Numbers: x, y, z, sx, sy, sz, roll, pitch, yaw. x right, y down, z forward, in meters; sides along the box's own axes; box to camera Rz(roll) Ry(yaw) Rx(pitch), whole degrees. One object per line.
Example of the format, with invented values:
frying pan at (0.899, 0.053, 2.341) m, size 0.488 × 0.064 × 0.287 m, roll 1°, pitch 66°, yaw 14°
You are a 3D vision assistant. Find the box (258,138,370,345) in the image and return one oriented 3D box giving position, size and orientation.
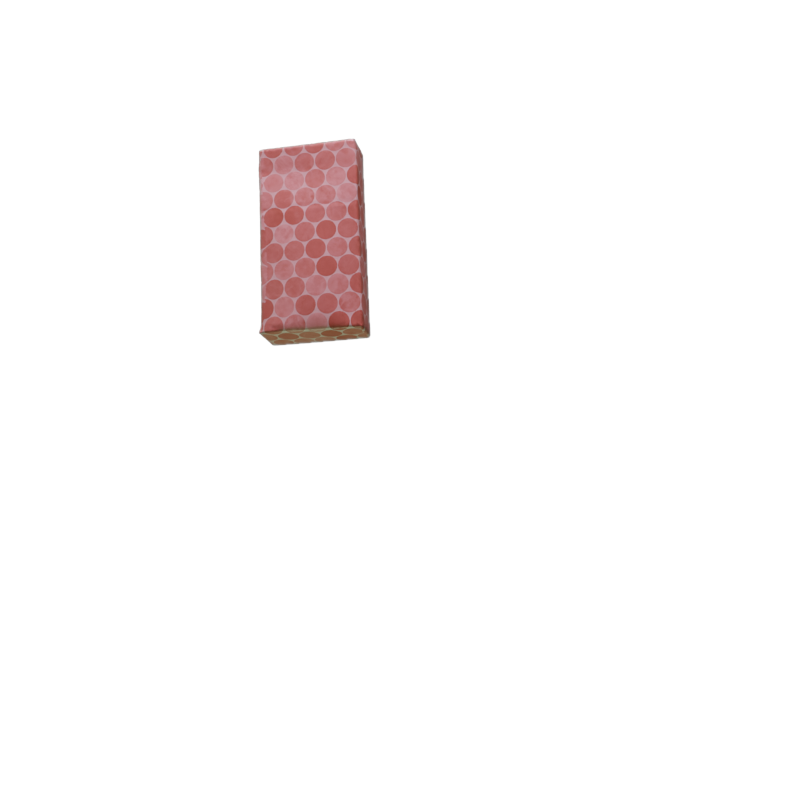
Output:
box at (-0.077, -0.141, 0.990) m, size 0.095 × 0.185 × 0.045 m, roll -5°, pitch -20°, yaw 12°
